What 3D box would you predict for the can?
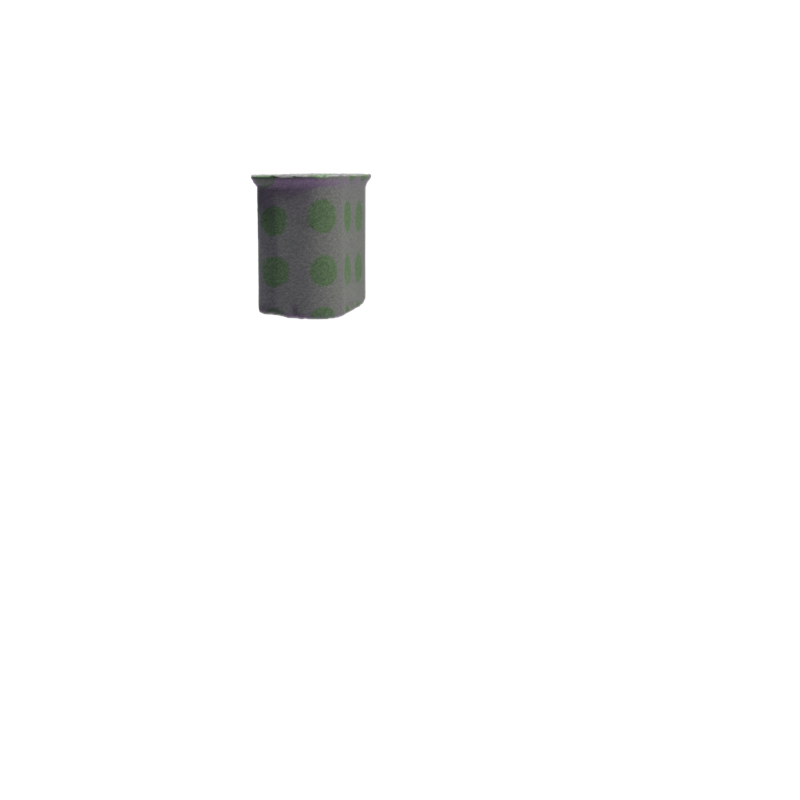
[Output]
[{"bbox_3d":[-0.053,-0.097,0.681,0.058,0.083,0.102,2,9,12],"label":"can"}]
